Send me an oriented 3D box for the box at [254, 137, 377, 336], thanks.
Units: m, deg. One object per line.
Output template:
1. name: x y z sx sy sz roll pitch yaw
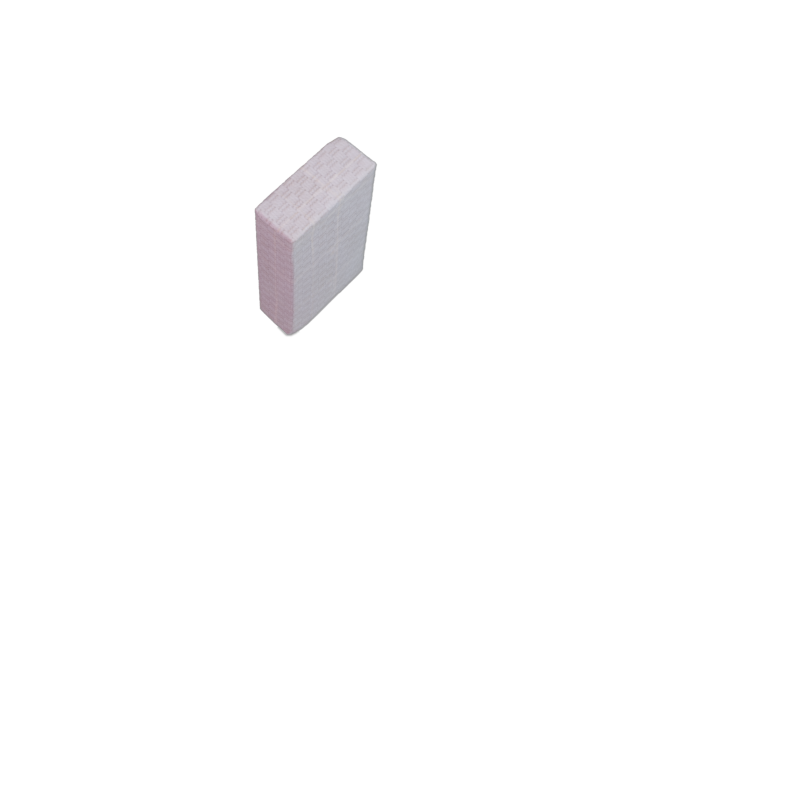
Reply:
1. box: -0.068 -0.125 0.873 0.050 0.095 0.167 40 -20 13
